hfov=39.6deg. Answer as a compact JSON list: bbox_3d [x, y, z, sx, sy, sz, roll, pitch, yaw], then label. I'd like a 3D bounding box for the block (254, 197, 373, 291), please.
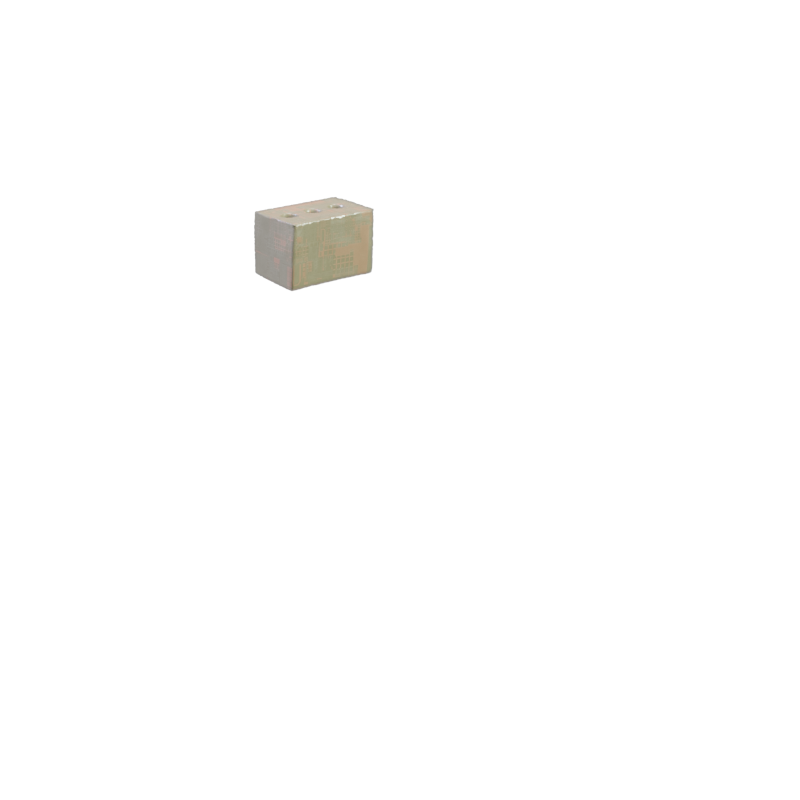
[{"bbox_3d":[-0.066,-0.121,0.846,0.076,0.049,0.056,-17,27,-36],"label":"block"}]
